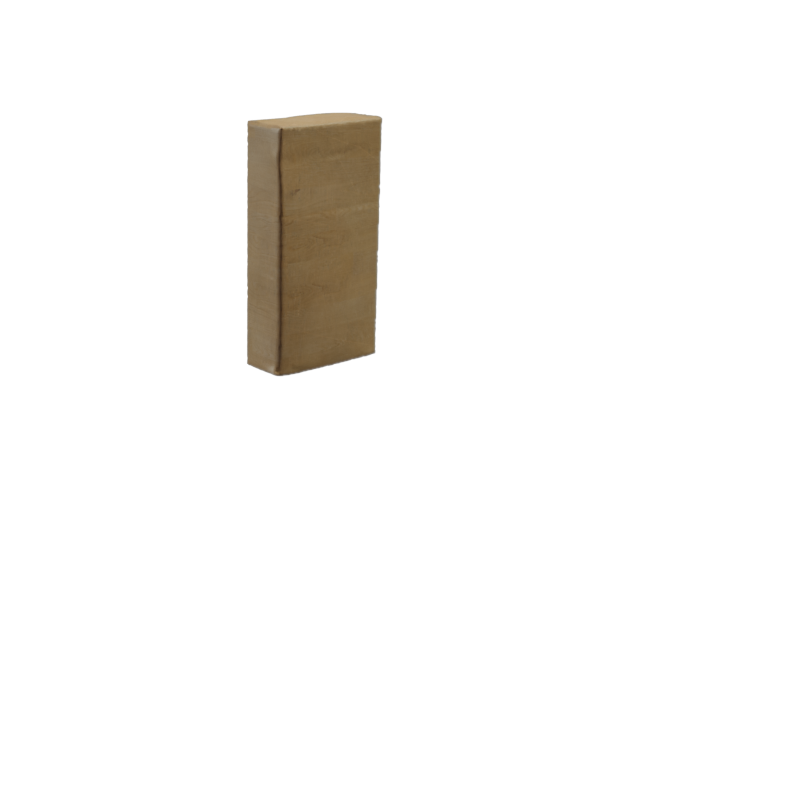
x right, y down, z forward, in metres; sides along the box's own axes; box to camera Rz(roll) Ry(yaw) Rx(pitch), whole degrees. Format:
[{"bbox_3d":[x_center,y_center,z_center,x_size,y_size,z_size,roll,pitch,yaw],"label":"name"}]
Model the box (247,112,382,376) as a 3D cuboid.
[{"bbox_3d":[-0.061,-0.112,0.781,0.091,0.171,0.051,-11,17,-40],"label":"box"}]
